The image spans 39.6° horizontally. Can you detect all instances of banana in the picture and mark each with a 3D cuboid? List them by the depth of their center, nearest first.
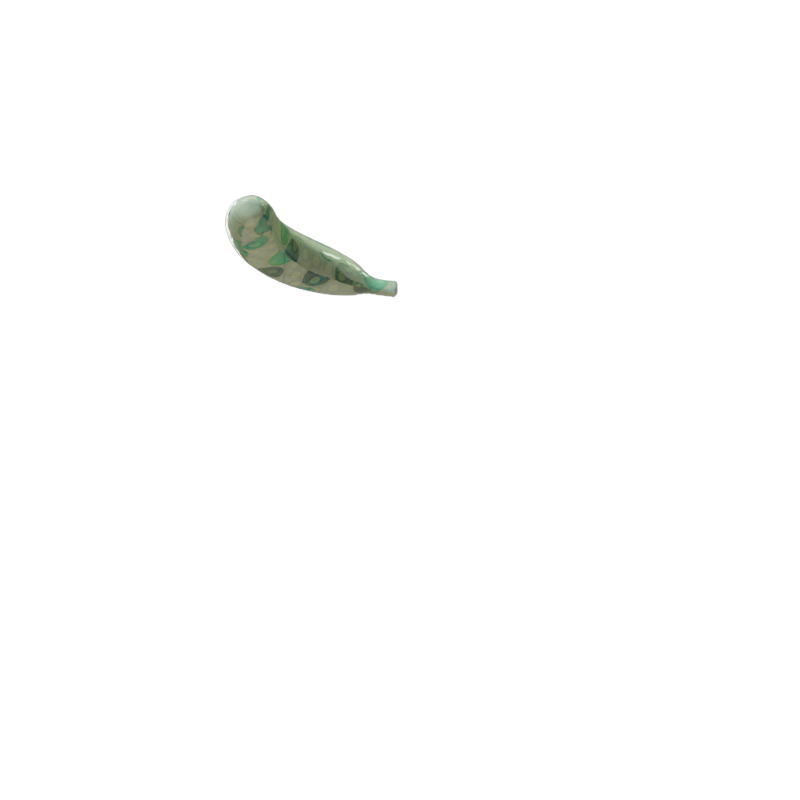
[{"bbox_3d":[-0.074,-0.106,0.774,0.071,0.038,0.186,-7,-13,28],"label":"banana"}]
